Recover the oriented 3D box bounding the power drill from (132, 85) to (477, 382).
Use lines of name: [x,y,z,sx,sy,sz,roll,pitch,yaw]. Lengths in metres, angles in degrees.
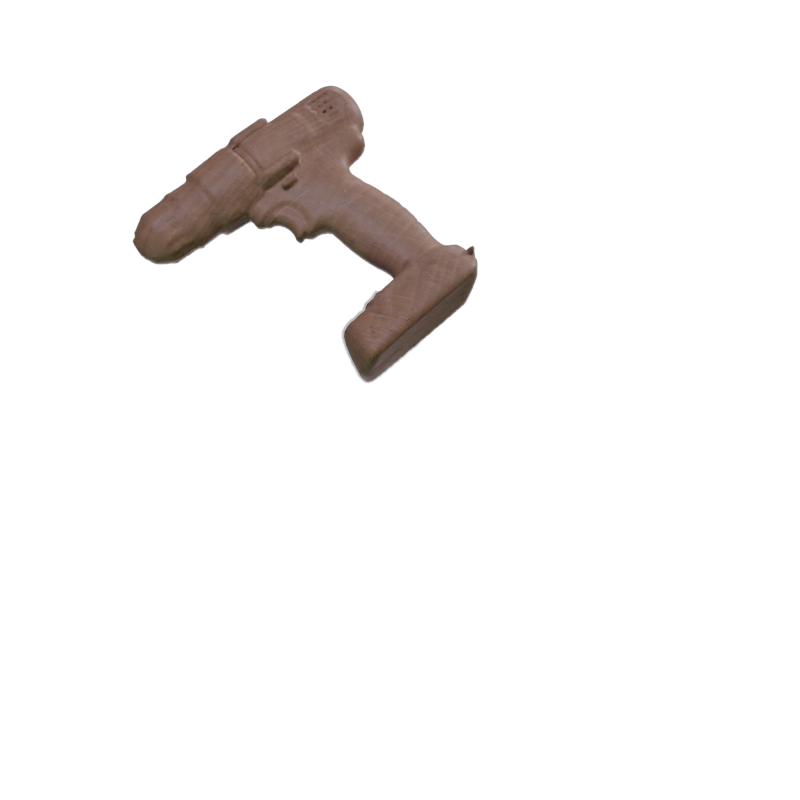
power drill: [-0.057,-0.105,0.733,0.186,0.197,0.054,-39,-19,-16]
